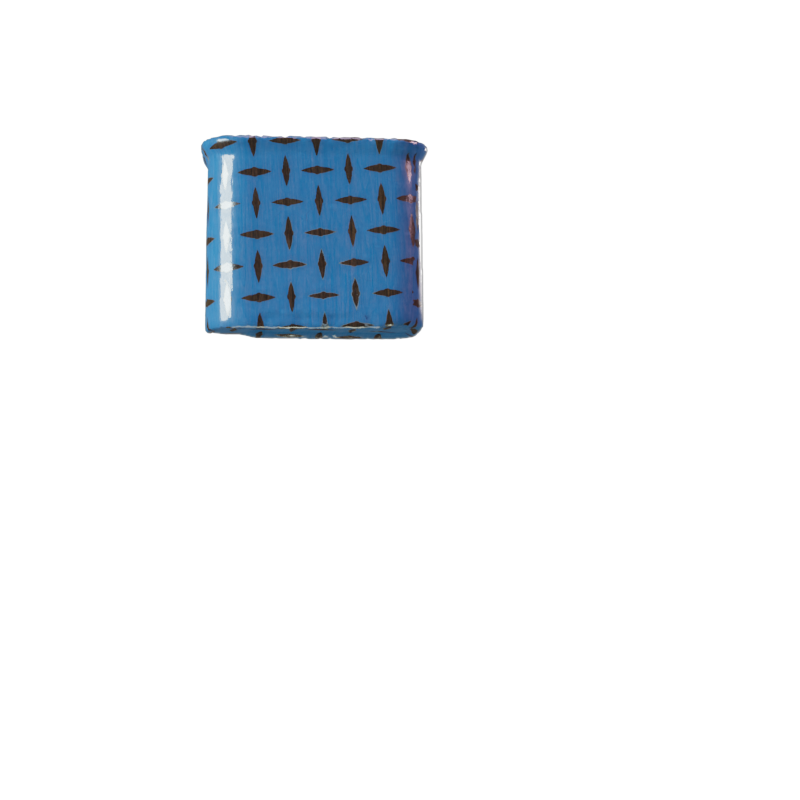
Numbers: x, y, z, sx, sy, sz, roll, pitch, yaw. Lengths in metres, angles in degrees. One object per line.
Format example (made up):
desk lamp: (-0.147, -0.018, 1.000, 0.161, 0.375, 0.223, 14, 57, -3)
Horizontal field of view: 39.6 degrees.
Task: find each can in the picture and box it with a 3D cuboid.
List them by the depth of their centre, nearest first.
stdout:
can: (-0.039, -0.071, 0.500, 0.101, 0.086, 0.057, 0, -8, -5)
